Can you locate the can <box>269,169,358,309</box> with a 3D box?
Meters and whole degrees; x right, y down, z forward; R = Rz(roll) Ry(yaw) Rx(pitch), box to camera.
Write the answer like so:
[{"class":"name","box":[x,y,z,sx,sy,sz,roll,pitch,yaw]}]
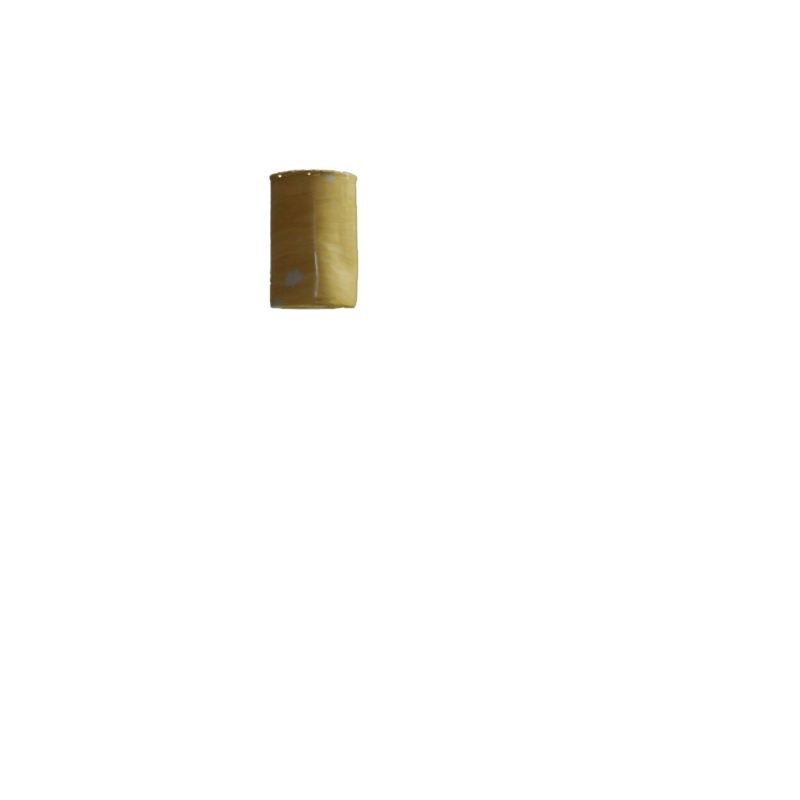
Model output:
[{"class":"can","box":[-0.067,-0.121,0.851,0.068,0.103,0.068,0,-3,-2]}]
